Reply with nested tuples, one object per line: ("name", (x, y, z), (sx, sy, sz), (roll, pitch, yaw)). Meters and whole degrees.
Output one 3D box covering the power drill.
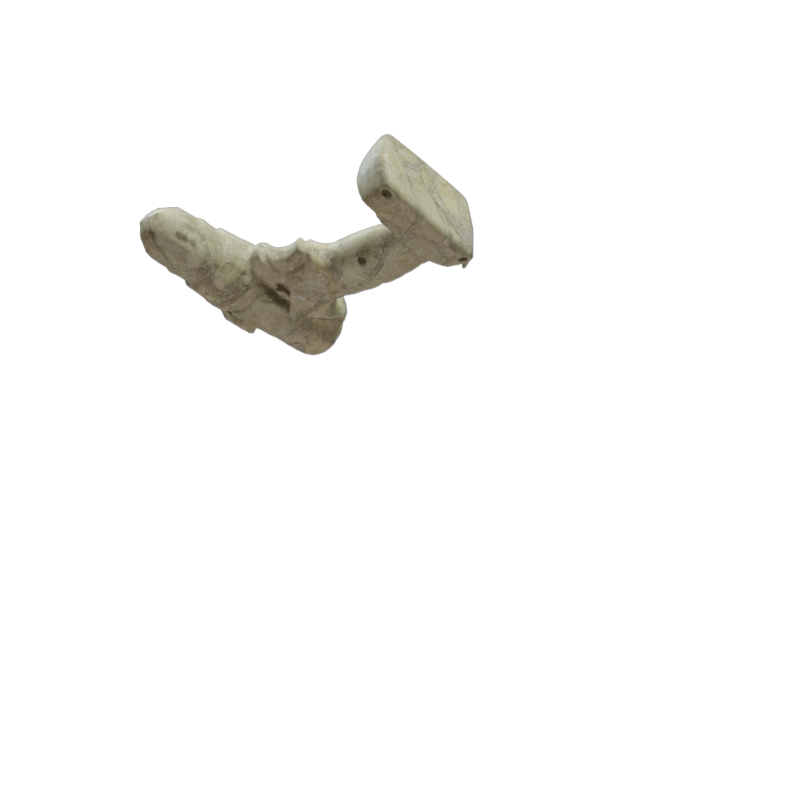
("power drill", (-0.060, -0.109, 0.763), (0.188, 0.061, 0.172), (-23, -37, 33))
